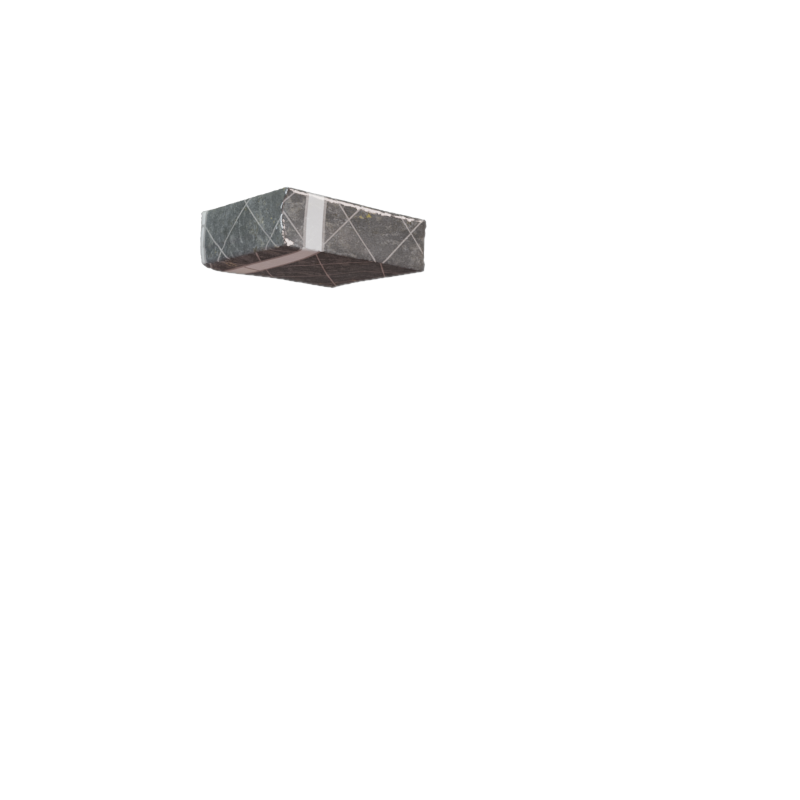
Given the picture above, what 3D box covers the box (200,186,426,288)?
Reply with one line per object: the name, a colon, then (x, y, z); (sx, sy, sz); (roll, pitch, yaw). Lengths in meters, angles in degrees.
box: (-0.054, -0.098, 0.687); (0.108, 0.040, 0.092); (4, -6, -41)
